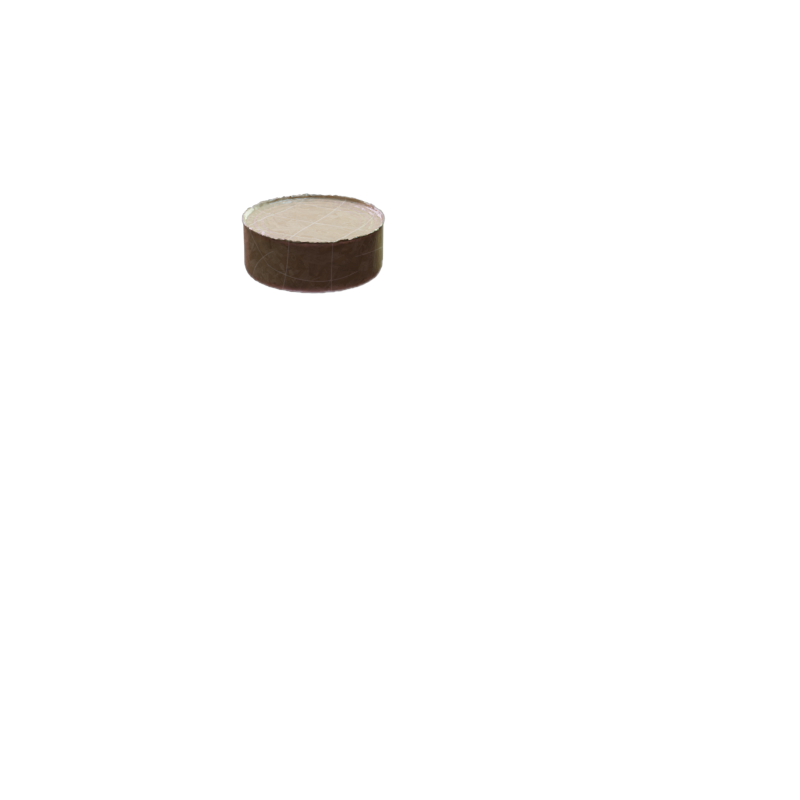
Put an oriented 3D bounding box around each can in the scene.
[{"bbox_3d":[-0.052,-0.096,0.669,0.086,0.032,0.091,-1,27,-2],"label":"can"}]
